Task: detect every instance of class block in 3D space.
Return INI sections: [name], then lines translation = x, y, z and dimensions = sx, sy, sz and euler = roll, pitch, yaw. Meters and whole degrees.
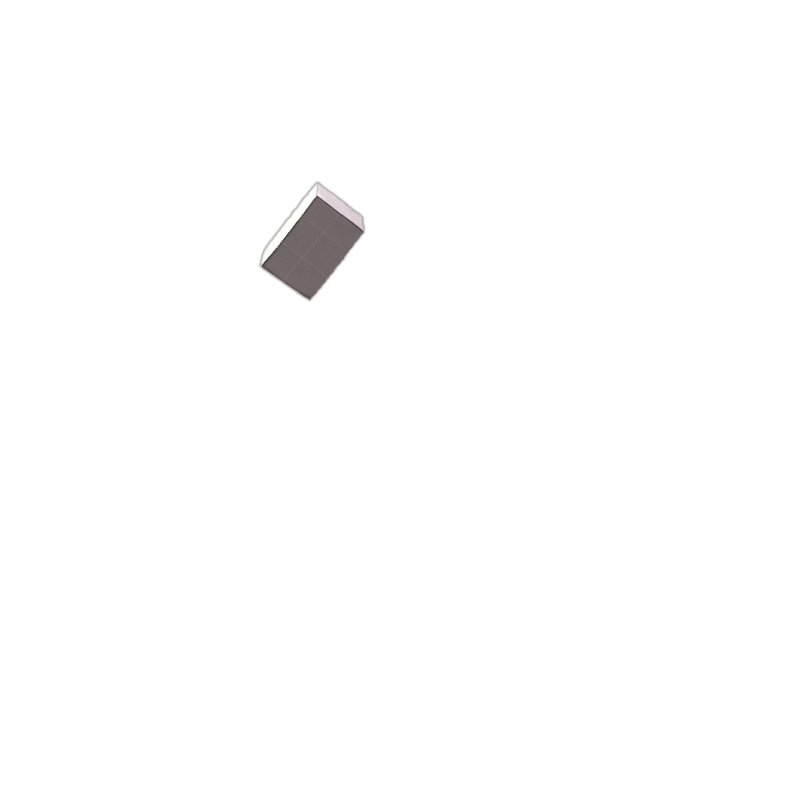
[block]
translation = -0.073, -0.133, 0.935
dimensions = 0.051, 0.077, 0.053
euler = 37, 13, -13
